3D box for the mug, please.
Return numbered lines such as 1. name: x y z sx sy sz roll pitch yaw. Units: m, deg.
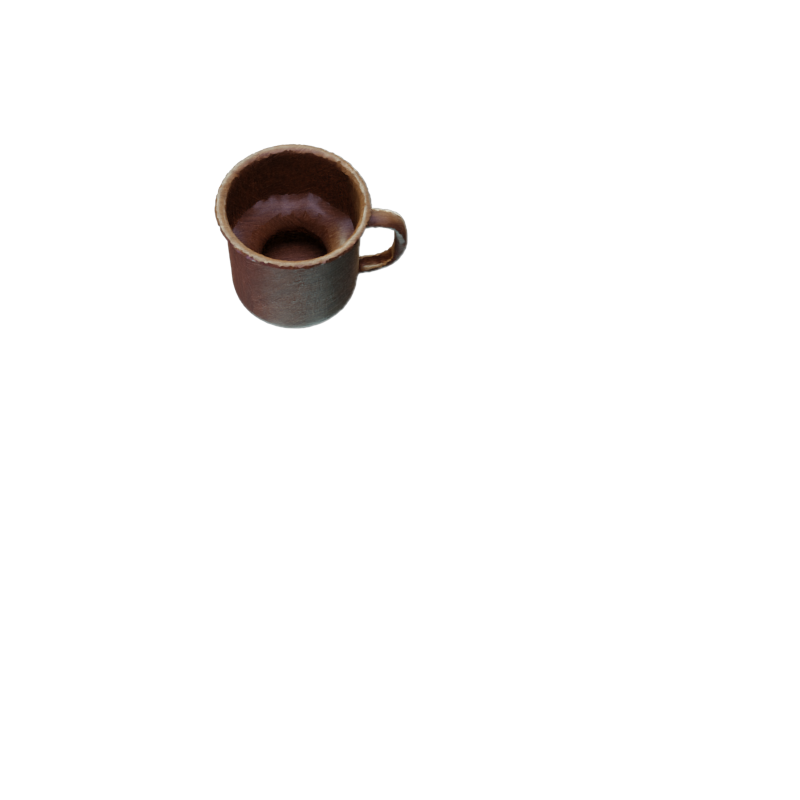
1. mug: -0.054 -0.098 0.689 0.117 0.100 0.076 -4 -32 -4
